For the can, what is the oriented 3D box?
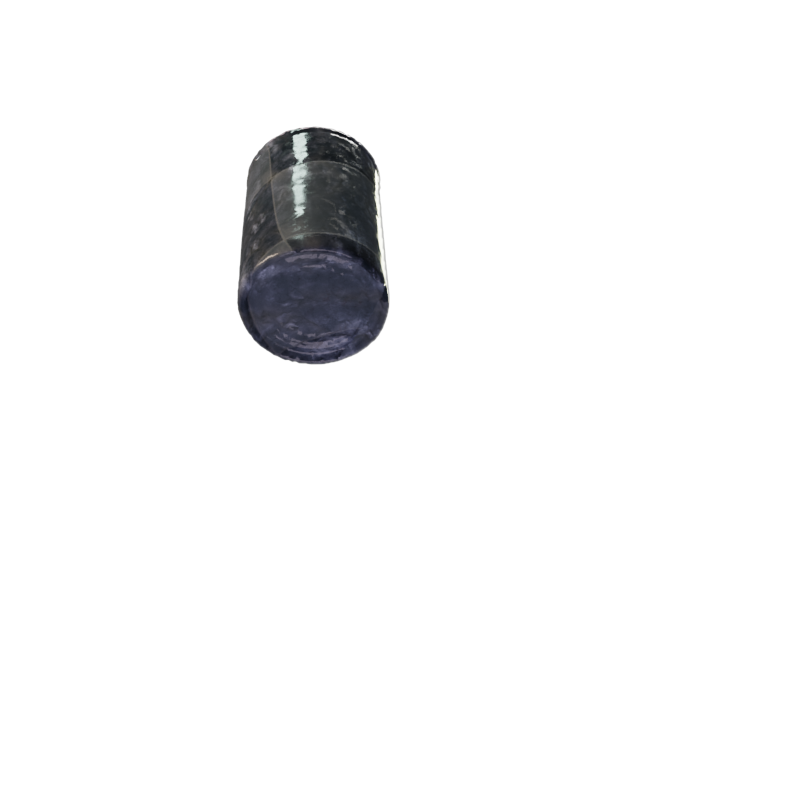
[{"bbox_3d":[-0.041,-0.074,0.522,0.068,0.064,0.109,-1,39,-3],"label":"can"}]
